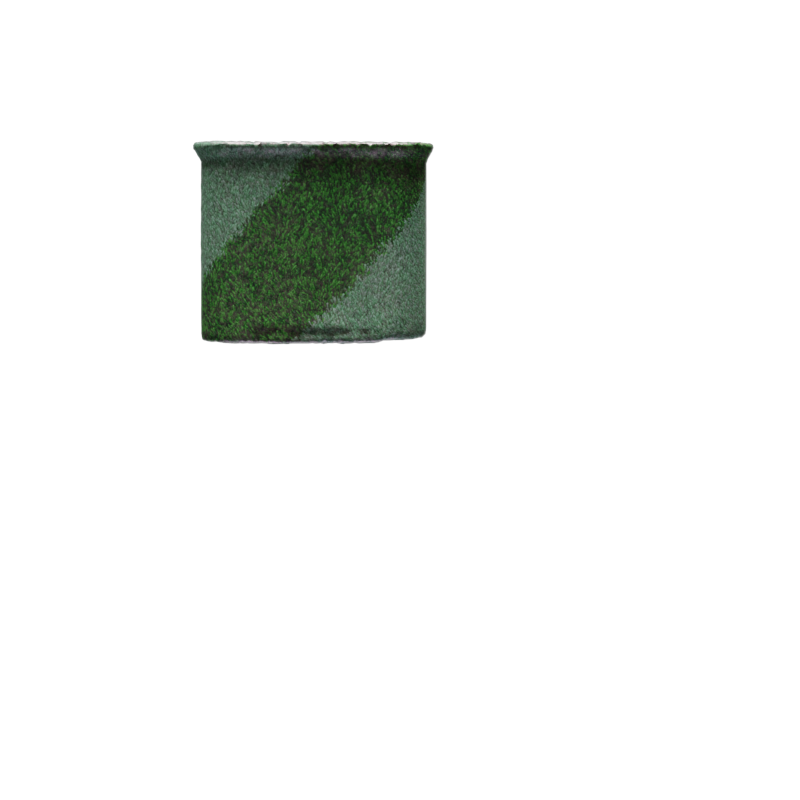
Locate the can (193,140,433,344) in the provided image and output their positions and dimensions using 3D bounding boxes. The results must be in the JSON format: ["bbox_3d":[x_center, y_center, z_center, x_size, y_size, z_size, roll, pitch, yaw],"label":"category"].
[{"bbox_3d":[-0.037,-0.069,0.480,0.102,0.083,0.058,0,3,-1],"label":"can"}]
